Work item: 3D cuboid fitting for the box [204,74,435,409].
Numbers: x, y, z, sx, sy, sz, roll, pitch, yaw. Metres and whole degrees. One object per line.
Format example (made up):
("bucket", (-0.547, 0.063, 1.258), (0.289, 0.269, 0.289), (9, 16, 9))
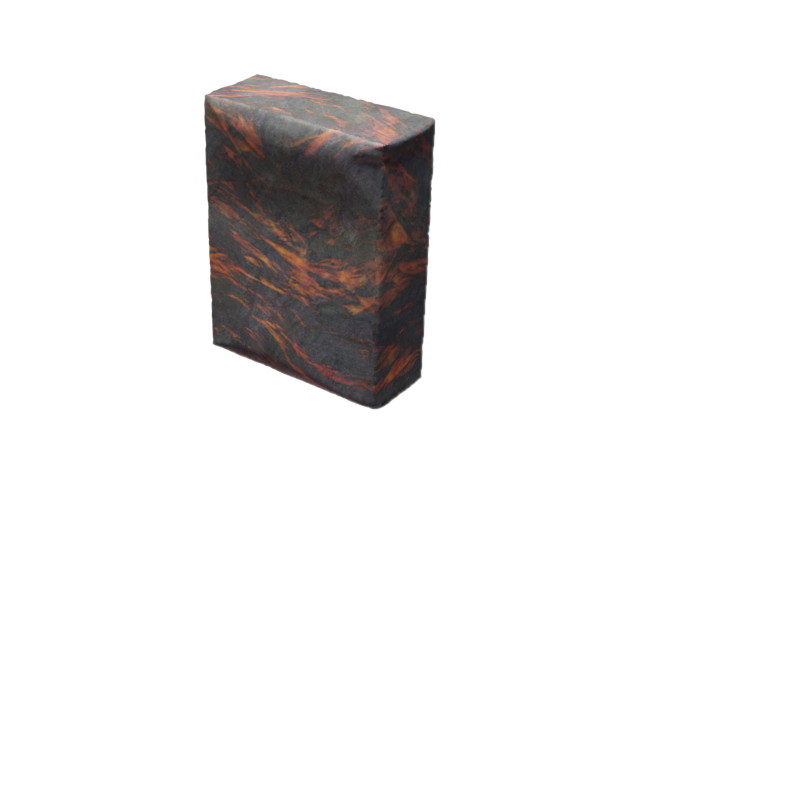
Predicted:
("box", (-0.065, -0.118, 0.825), (0.173, 0.202, 0.072), (22, 34, 31))
